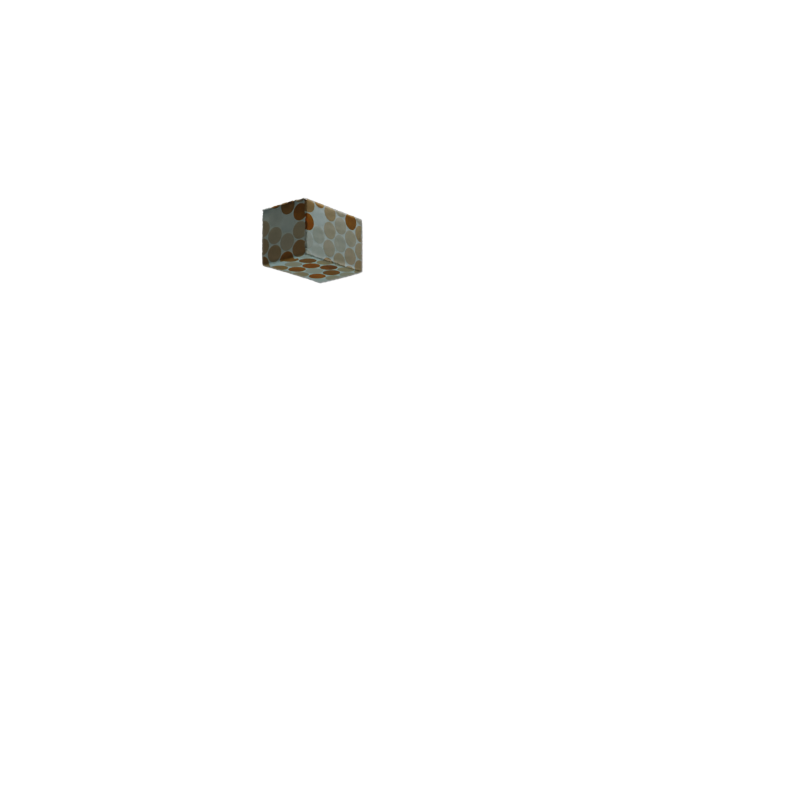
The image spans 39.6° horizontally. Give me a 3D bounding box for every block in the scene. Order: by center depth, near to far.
[{"bbox_3d":[-0.075,-0.138,0.964,0.054,0.053,0.073,-11,-16,37],"label":"block"}]
